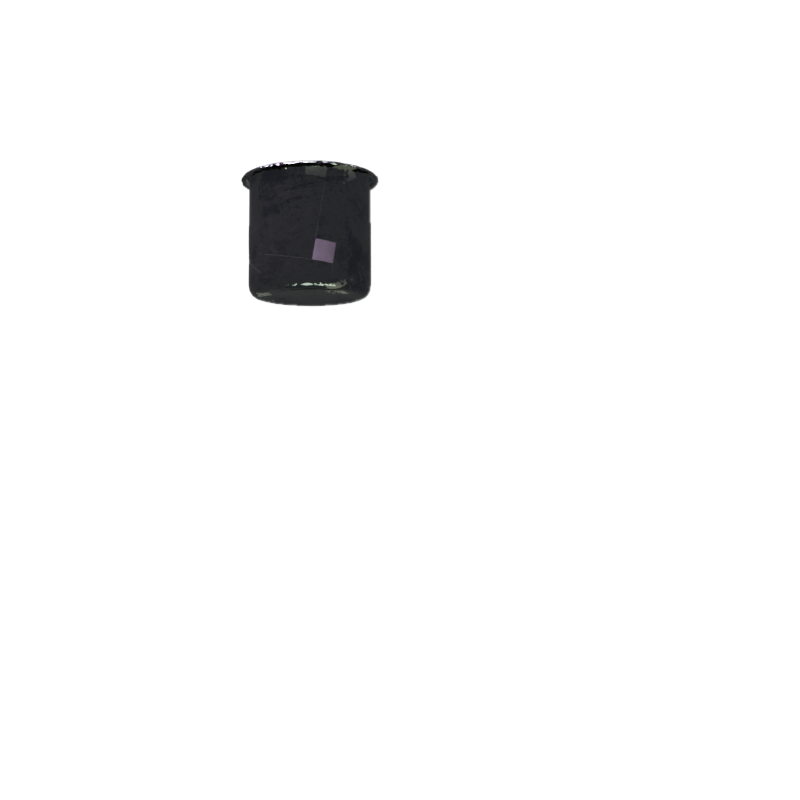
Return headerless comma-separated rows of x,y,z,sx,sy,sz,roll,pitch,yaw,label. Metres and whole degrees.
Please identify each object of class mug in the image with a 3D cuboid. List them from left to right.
-0.059,-0.108,0.756,0.094,0.084,0.113,-2,-8,8,mug
